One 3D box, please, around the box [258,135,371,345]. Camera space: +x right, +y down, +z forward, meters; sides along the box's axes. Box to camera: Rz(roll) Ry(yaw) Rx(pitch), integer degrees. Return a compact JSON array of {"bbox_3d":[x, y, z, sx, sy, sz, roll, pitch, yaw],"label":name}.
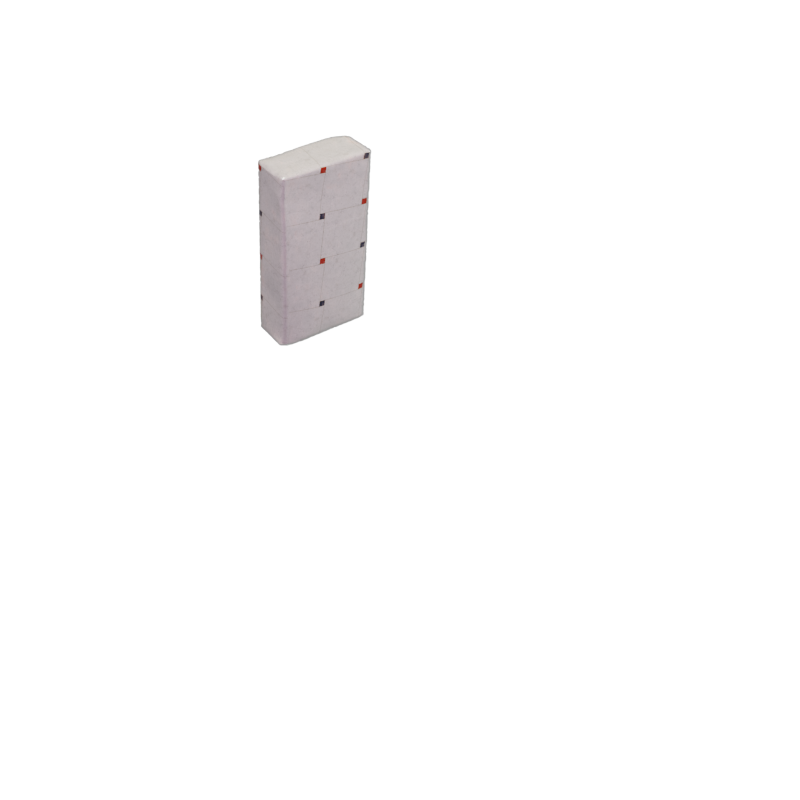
[{"bbox_3d":[-0.076,-0.139,0.973,0.092,0.165,0.052,-22,41,-31],"label":"box"}]
